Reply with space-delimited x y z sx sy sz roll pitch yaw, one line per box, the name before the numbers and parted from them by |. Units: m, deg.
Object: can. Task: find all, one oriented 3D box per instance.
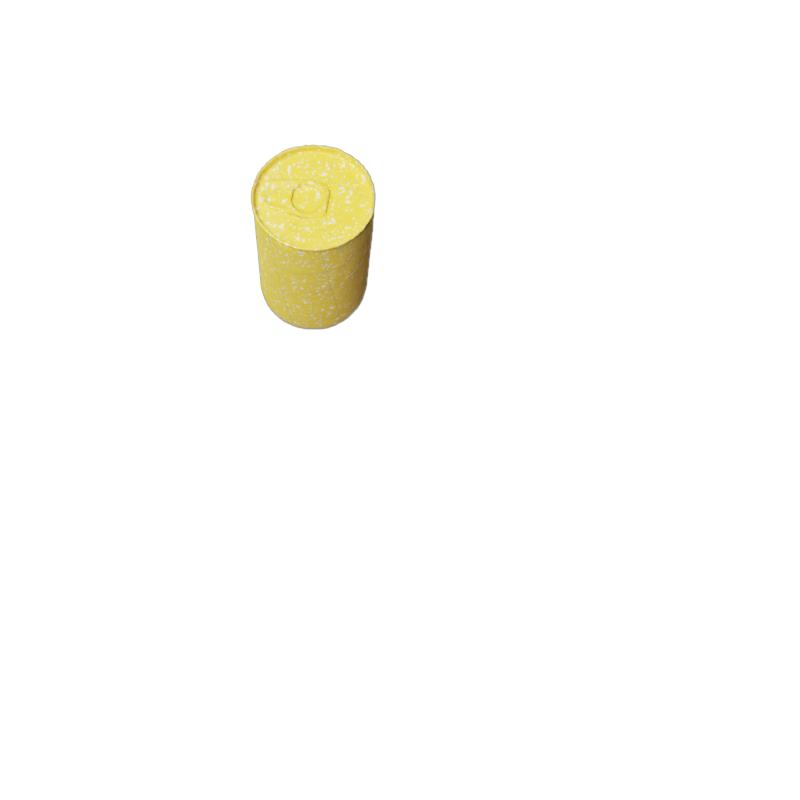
can | -0.050 -0.092 0.644 0.068 0.073 0.097 0 -25 -3
